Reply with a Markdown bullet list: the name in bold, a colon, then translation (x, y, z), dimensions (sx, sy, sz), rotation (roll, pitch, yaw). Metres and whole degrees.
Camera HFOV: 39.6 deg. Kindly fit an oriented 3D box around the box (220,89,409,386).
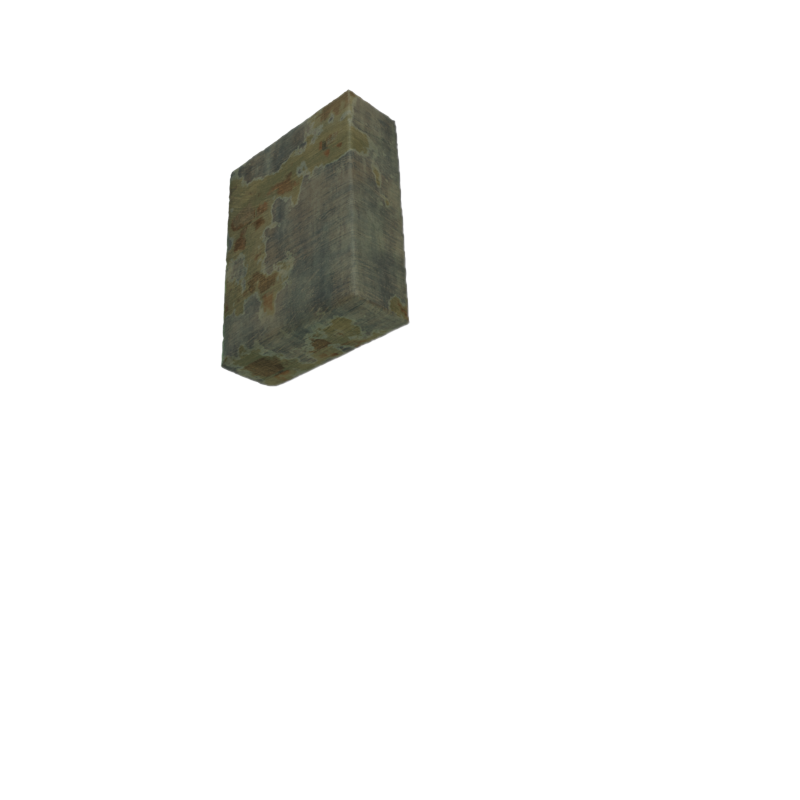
- **box**: translation (-0.076, -0.138, 0.968), dimensions (0.164, 0.228, 0.067), rotation (-27, -39, 35)
